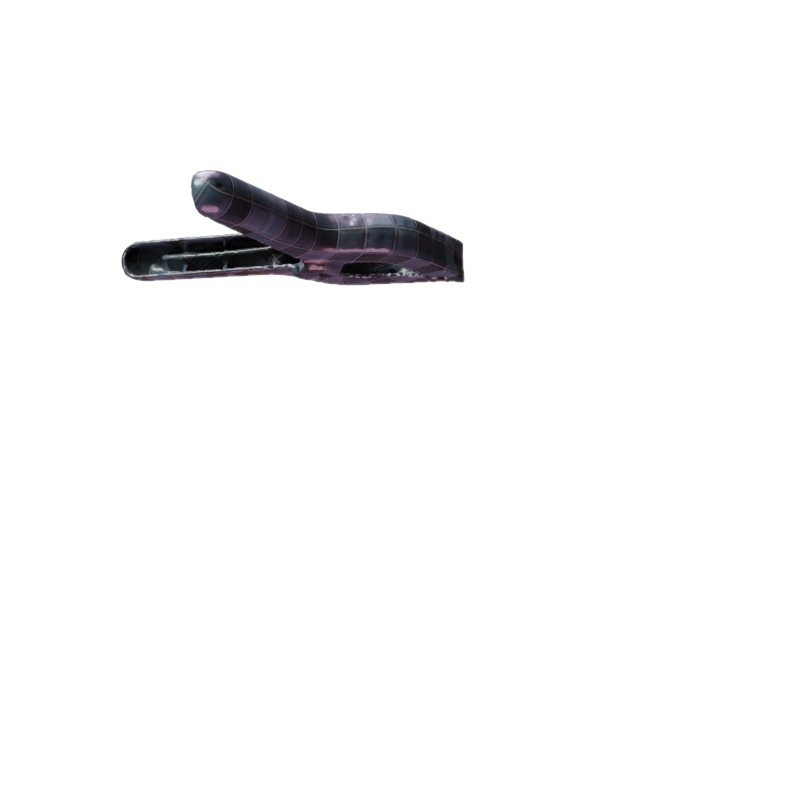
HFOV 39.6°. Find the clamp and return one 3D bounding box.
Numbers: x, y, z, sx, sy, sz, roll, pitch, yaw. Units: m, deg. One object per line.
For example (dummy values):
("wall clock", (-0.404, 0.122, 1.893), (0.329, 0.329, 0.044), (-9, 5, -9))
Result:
("clamp", (-0.052, -0.094, 0.660), (0.205, 0.037, 0.164), (2, -8, -17))
